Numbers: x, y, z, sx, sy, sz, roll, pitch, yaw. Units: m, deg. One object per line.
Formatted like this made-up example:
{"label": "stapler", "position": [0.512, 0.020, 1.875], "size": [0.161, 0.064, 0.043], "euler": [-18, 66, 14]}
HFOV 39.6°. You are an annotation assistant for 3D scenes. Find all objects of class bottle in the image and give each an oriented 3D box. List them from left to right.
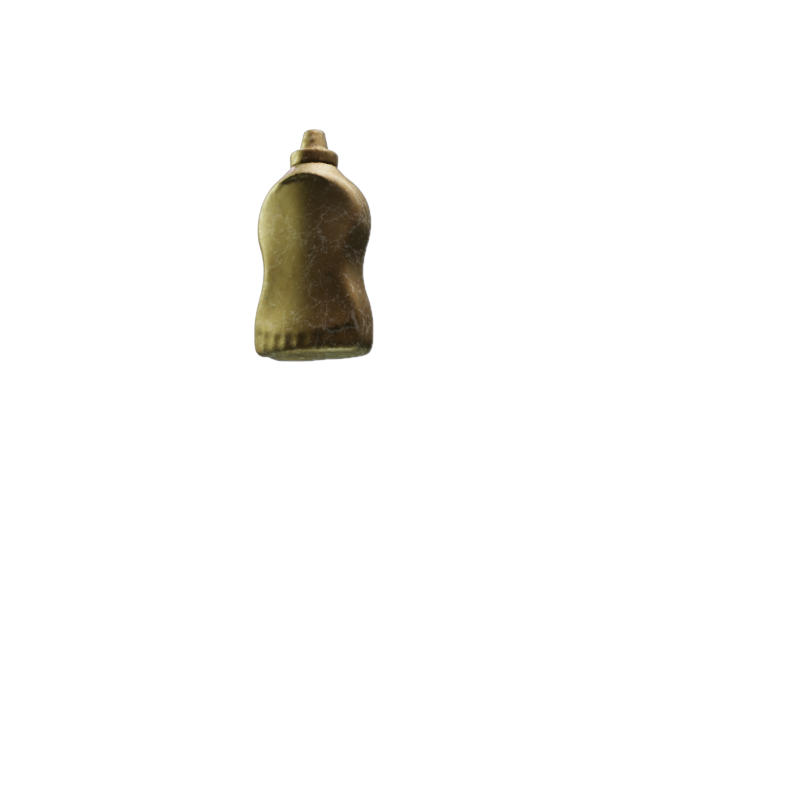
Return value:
{"label": "bottle", "position": [-0.071, -0.131, 0.915], "size": [0.098, 0.198, 0.055], "euler": [-7, -14, 25]}
